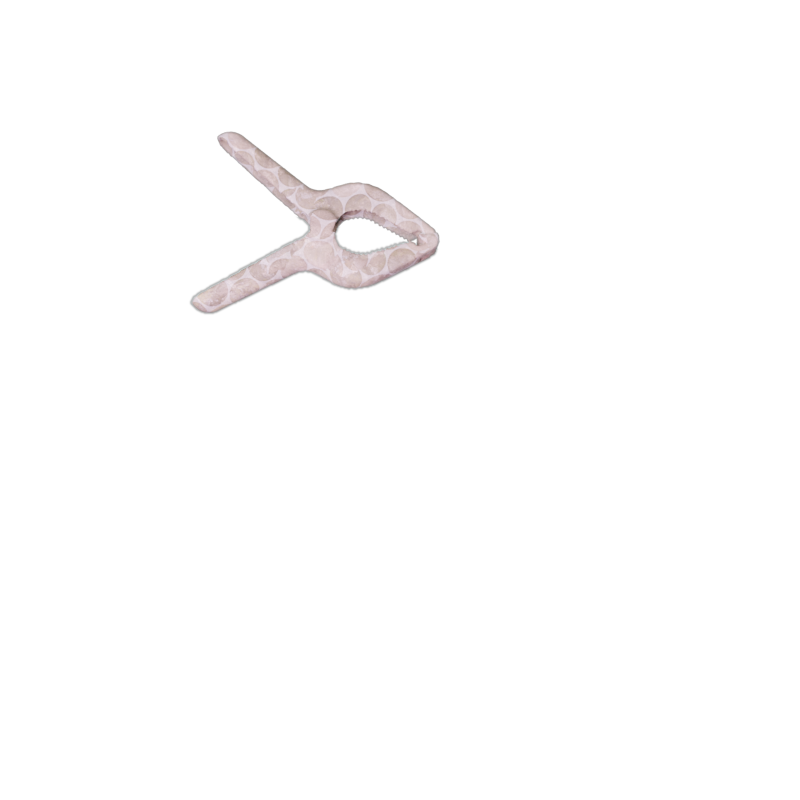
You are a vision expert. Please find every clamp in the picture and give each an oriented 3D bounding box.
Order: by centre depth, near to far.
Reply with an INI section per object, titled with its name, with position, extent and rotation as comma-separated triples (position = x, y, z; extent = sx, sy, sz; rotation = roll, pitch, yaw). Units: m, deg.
[clamp]
position = -0.075, -0.136, 0.952
extent = 0.211, 0.170, 0.035
rotation = 12, -16, 4
